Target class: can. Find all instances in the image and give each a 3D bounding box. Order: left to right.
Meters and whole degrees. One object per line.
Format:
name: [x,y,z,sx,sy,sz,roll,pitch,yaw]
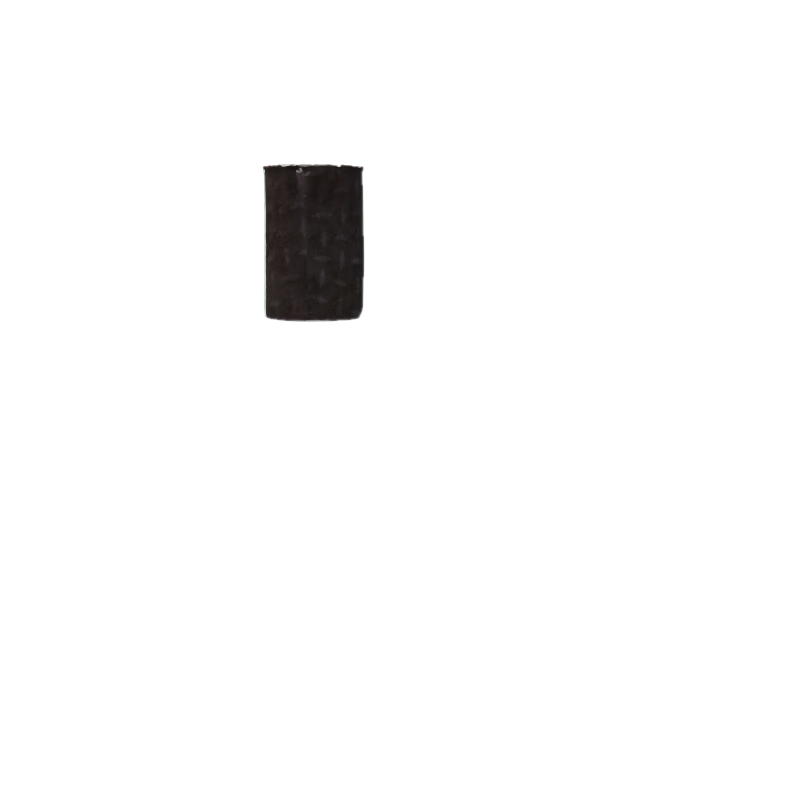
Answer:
can: [-0.059,-0.107,0.748,0.068,0.102,0.069,0,4,-2]
